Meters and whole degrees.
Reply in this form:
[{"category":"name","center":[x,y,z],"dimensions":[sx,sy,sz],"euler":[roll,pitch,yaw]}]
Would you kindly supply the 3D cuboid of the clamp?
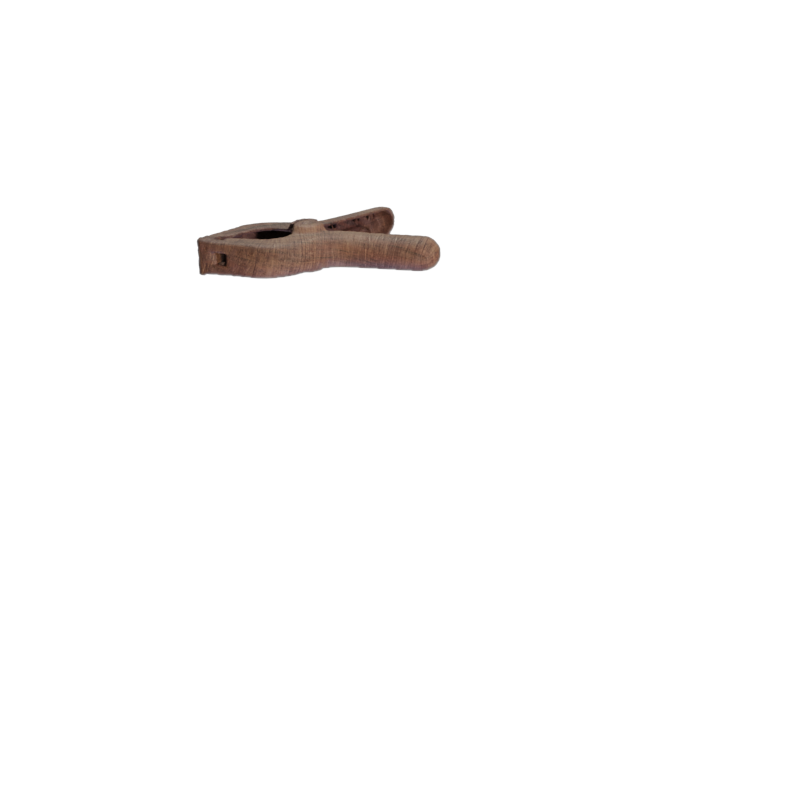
[{"category":"clamp","center":[-0.065,-0.118,0.826],"dimensions":[0.170,0.038,0.125],"euler":[-2,16,-6]}]
